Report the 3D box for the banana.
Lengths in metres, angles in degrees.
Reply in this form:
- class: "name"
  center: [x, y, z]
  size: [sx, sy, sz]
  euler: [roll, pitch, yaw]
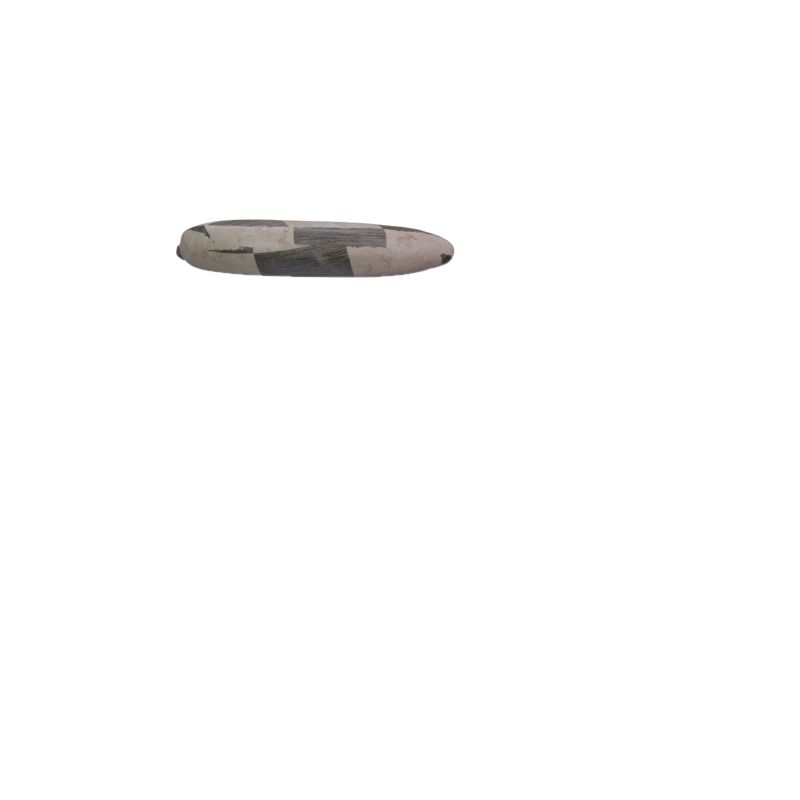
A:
- class: "banana"
  center: [-0.066, -0.103, 0.738]
  size: [0.201, 0.036, 0.070]
  euler: [4, 15, 12]
